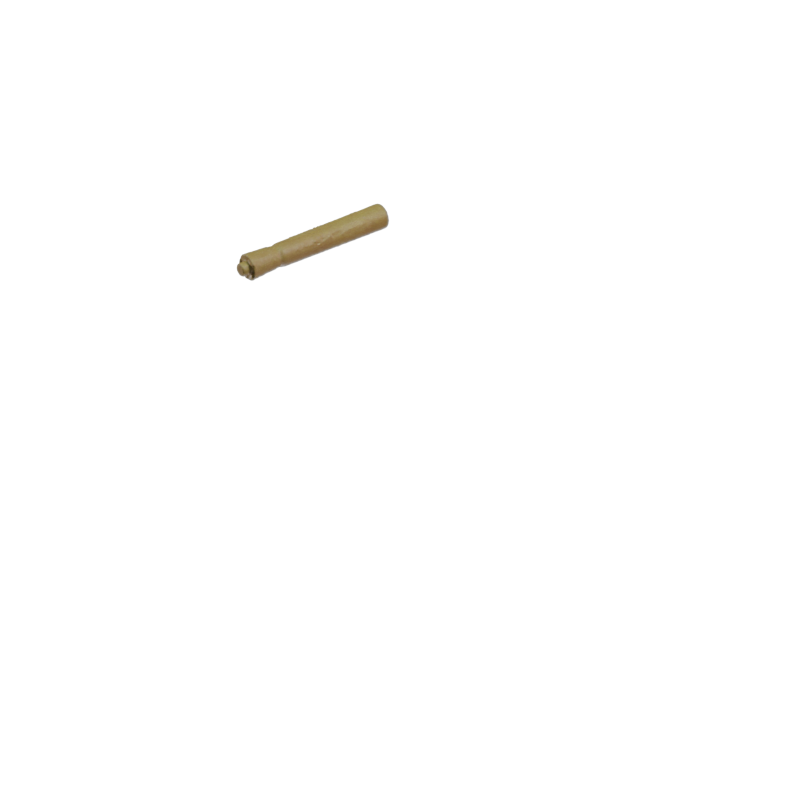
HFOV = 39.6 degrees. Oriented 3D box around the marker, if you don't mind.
[{"bbox_3d":[-0.060,-0.109,0.764,0.120,0.019,0.021,-26,18,-30],"label":"marker"}]
